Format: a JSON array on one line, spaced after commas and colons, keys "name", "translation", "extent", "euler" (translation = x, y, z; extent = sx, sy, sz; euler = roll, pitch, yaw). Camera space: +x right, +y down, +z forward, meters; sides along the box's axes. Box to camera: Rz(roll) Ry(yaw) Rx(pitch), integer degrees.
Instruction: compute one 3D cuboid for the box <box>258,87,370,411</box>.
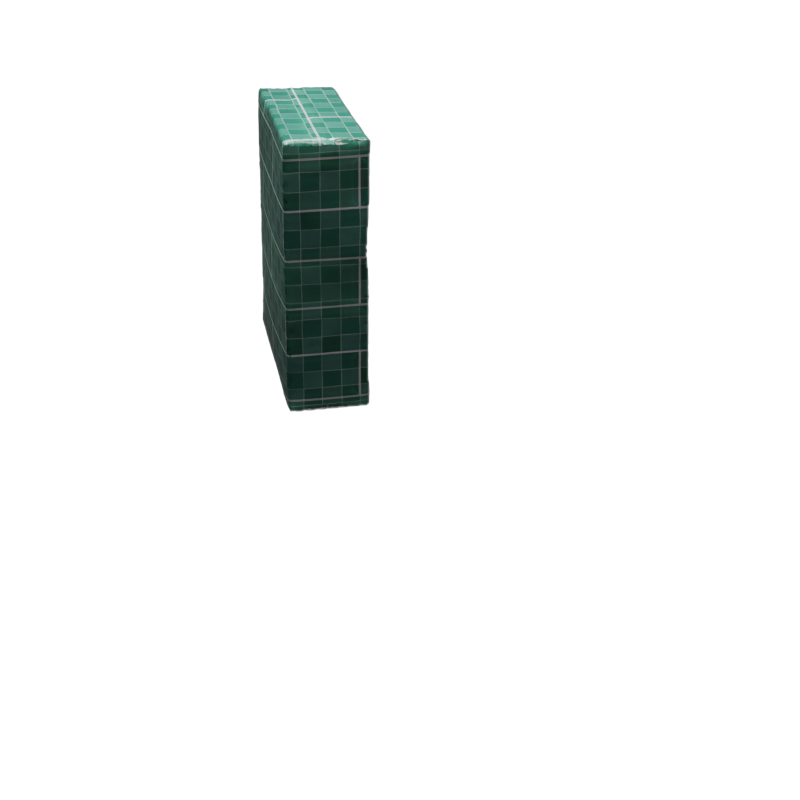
[{"name": "box", "translation": [-0.068, -0.125, 0.874], "extent": [0.071, 0.203, 0.175], "euler": [-3, 25, -12]}]
